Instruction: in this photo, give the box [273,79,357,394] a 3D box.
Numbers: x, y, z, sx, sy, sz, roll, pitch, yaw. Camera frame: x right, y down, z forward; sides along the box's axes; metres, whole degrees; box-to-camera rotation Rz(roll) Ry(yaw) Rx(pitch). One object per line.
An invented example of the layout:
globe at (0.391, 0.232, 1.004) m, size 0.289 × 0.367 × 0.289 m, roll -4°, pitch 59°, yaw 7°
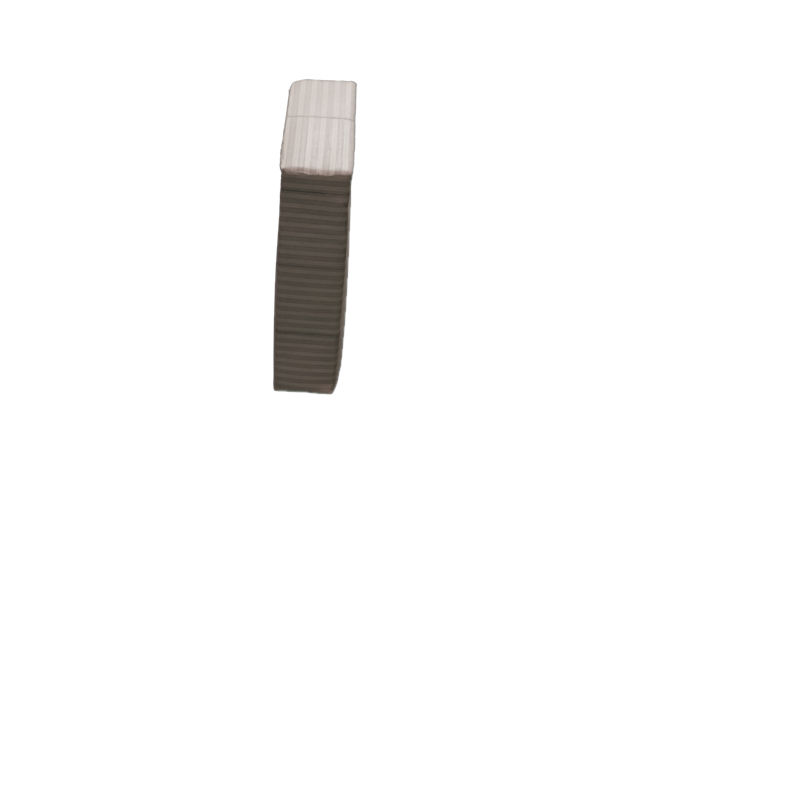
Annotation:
box at (-0.053, -0.096, 0.670) m, size 0.048 × 0.164 × 0.100 m, roll 2°, pitch 43°, yaw -2°
